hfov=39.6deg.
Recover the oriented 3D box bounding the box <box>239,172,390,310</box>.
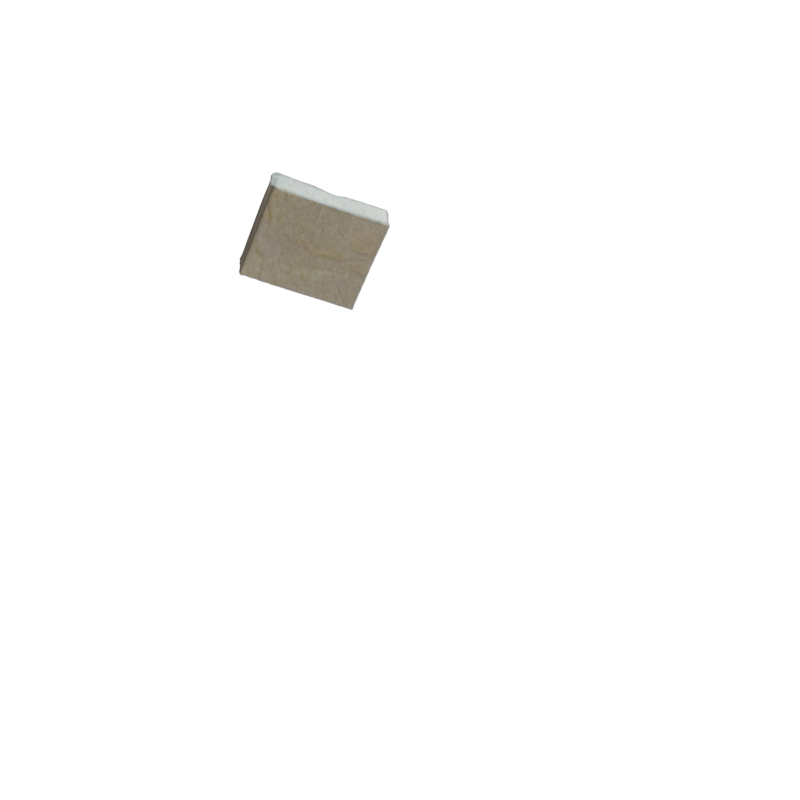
[{"bbox_3d":[-0.062,-0.112,0.787,0.087,0.070,0.032,18,27,-10],"label":"box"}]
